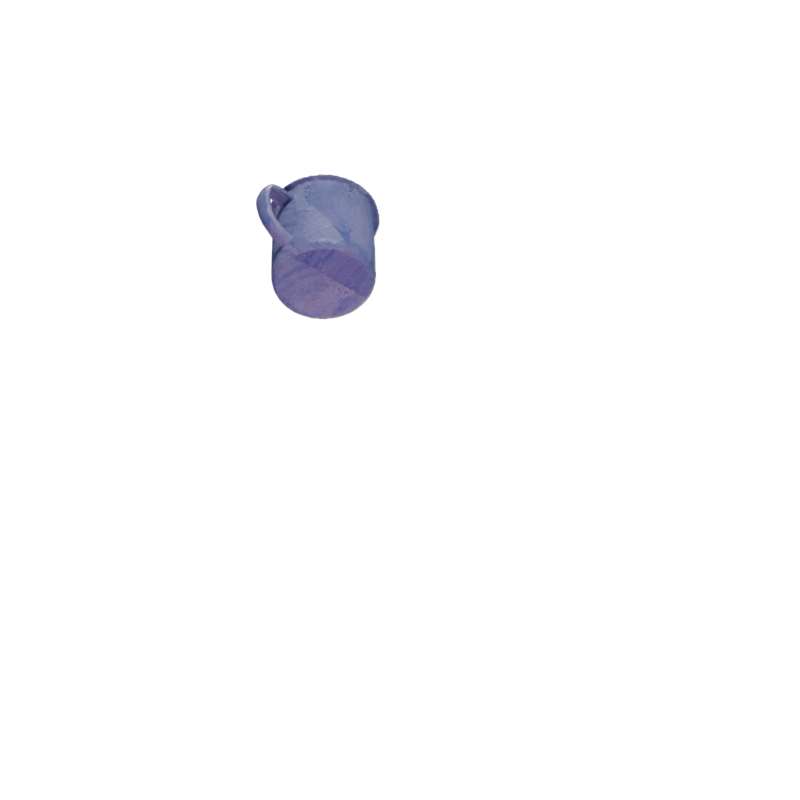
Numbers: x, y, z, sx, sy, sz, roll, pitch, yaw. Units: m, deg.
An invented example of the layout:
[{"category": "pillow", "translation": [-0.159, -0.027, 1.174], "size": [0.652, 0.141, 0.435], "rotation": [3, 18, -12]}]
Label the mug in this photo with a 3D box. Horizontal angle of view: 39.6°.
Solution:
[{"category": "mug", "translation": [-0.069, -0.126, 0.879], "size": [0.093, 0.087, 0.110], "rotation": [-33, -55, 25]}]
